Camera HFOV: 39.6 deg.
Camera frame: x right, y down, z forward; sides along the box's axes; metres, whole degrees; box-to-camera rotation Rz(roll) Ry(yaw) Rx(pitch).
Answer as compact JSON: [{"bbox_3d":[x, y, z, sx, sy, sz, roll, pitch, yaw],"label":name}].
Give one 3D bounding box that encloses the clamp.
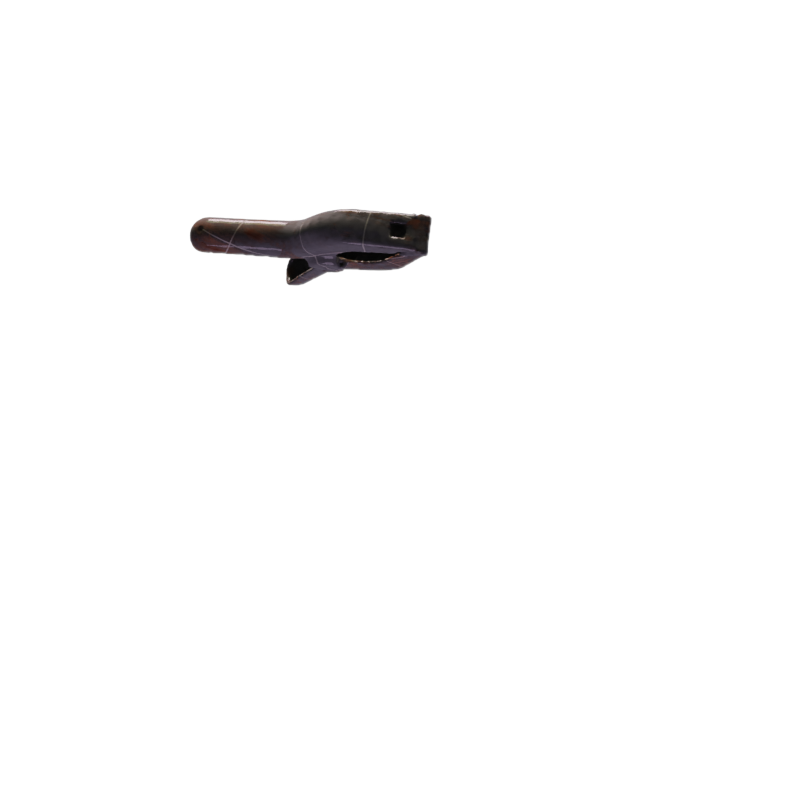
[{"bbox_3d":[-0.060,-0.110,0.772,0.176,0.040,0.114,-5,-8,45],"label":"clamp"}]
